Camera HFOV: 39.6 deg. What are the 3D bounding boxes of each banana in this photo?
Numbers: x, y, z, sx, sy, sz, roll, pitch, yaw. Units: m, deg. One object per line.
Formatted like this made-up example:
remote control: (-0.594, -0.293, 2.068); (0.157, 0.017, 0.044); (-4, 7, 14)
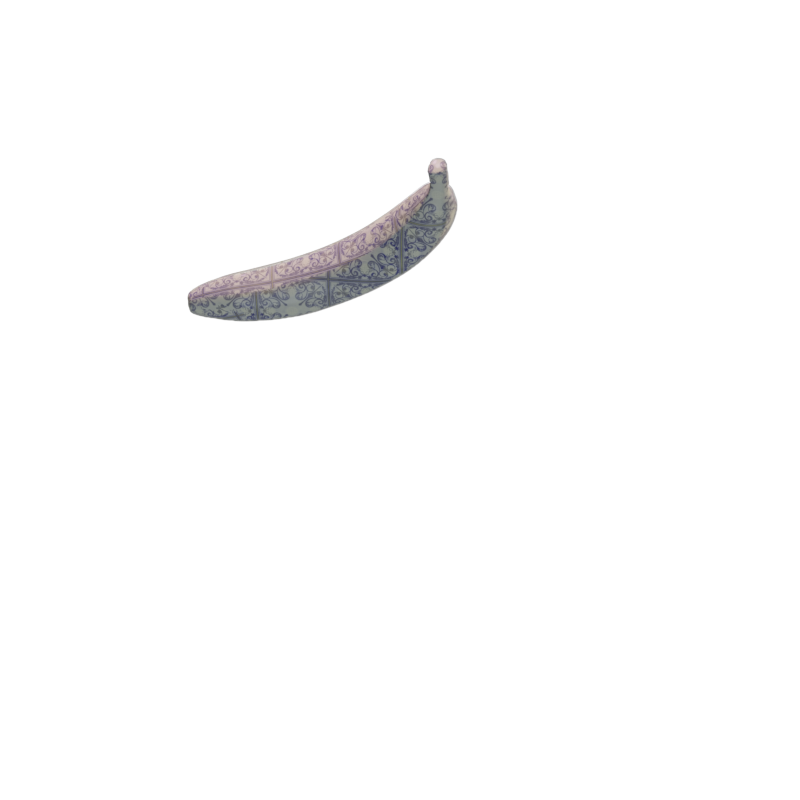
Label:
banana: (-0.038, -0.088, 0.677); (0.198, 0.039, 0.065); (-25, -46, 27)
